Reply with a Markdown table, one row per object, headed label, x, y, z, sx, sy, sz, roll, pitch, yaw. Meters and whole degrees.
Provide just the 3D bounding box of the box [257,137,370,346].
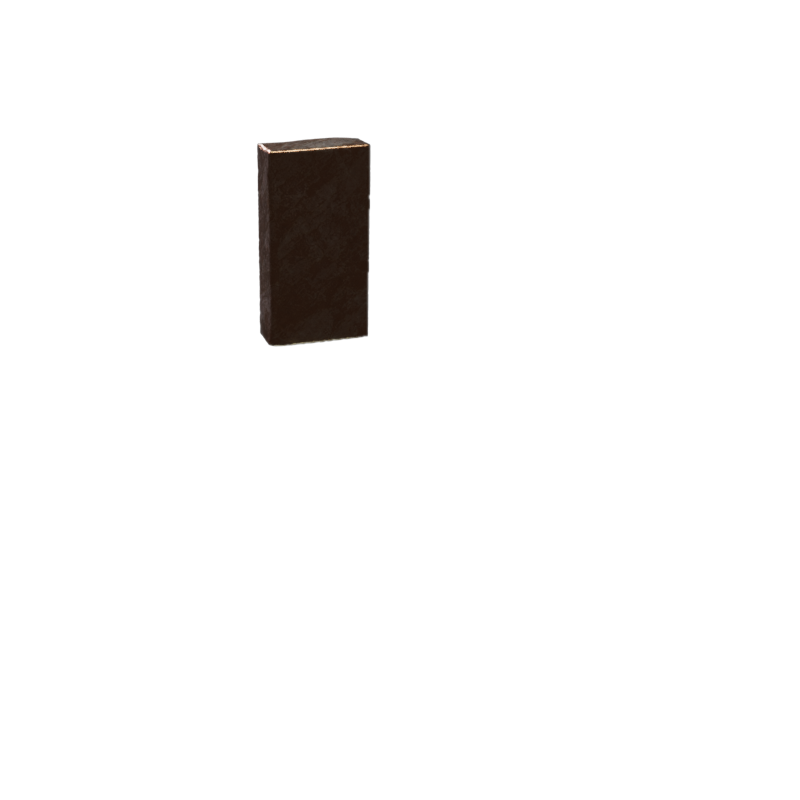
| label | x | y | z | sx | sy | sz | roll | pitch | yaw |
| --- | --- | --- | --- | --- | --- | --- | --- | --- | --- |
| box | -0.075 | -0.138 | 0.965 | 0.091 | 0.170 | 0.051 | -5 | 17 | -20 |
